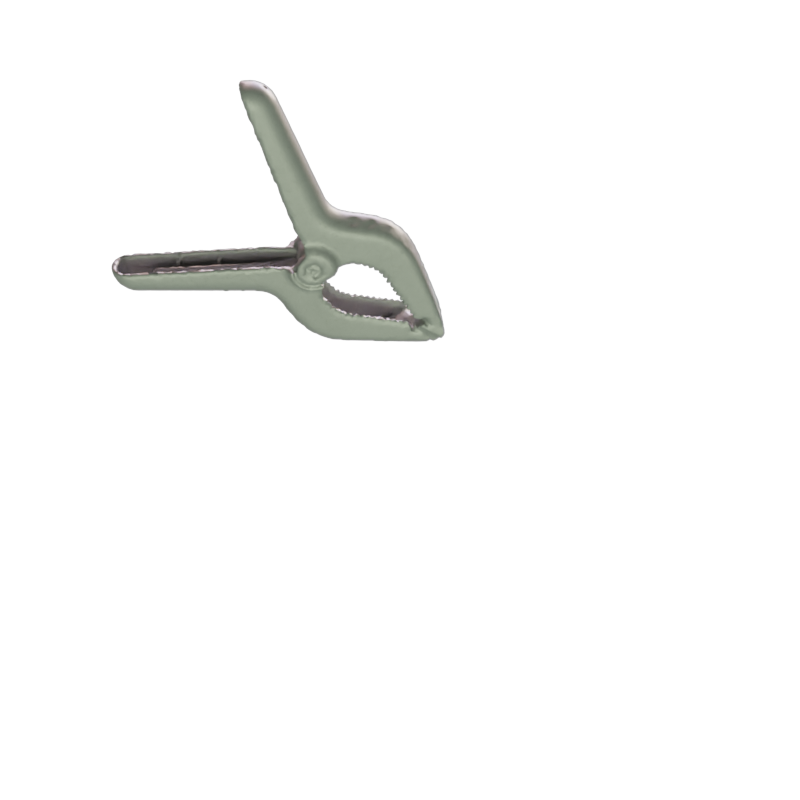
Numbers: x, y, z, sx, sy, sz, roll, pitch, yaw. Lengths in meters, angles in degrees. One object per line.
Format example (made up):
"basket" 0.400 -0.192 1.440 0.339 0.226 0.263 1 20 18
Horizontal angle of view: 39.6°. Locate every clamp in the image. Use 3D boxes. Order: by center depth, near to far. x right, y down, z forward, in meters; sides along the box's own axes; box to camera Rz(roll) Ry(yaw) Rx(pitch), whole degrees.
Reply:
"clamp" -0.054 -0.099 0.691 0.203 0.159 0.039 23 35 -17
